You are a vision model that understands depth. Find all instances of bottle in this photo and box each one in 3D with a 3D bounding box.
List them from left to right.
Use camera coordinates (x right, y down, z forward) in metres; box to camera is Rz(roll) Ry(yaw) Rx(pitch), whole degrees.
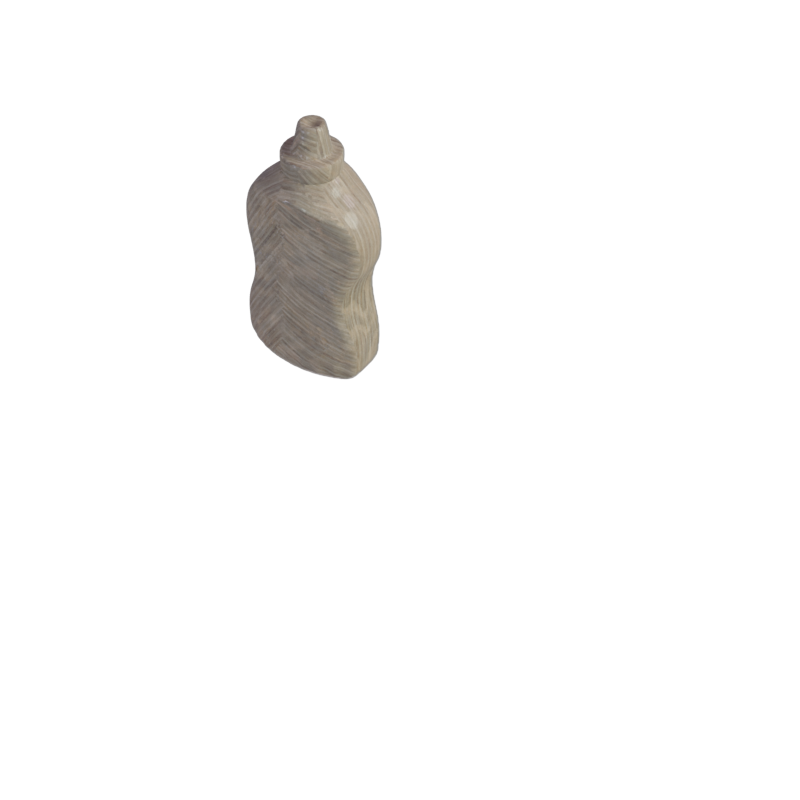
[{"bbox_3d":[-0.058,-0.105,0.739,0.101,0.179,0.059,30,49,25],"label":"bottle"}]
